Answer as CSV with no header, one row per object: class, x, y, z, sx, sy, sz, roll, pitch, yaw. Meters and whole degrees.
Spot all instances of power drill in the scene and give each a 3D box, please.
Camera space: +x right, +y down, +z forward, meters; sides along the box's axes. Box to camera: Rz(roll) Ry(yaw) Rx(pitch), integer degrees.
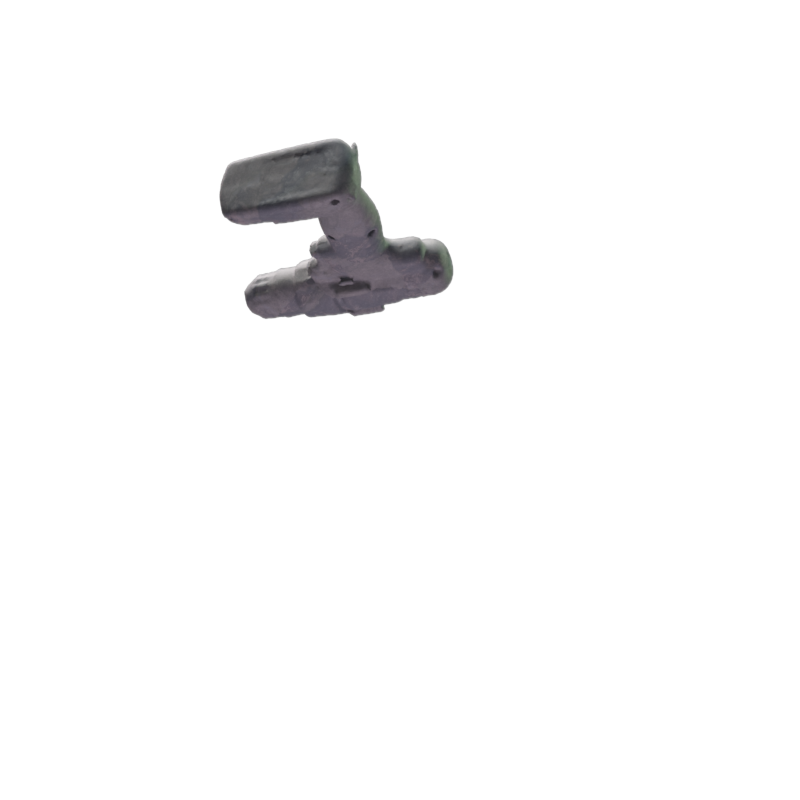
power drill,-0.069,-0.126,0.881,0.187,0.061,0.174,-10,-26,19
